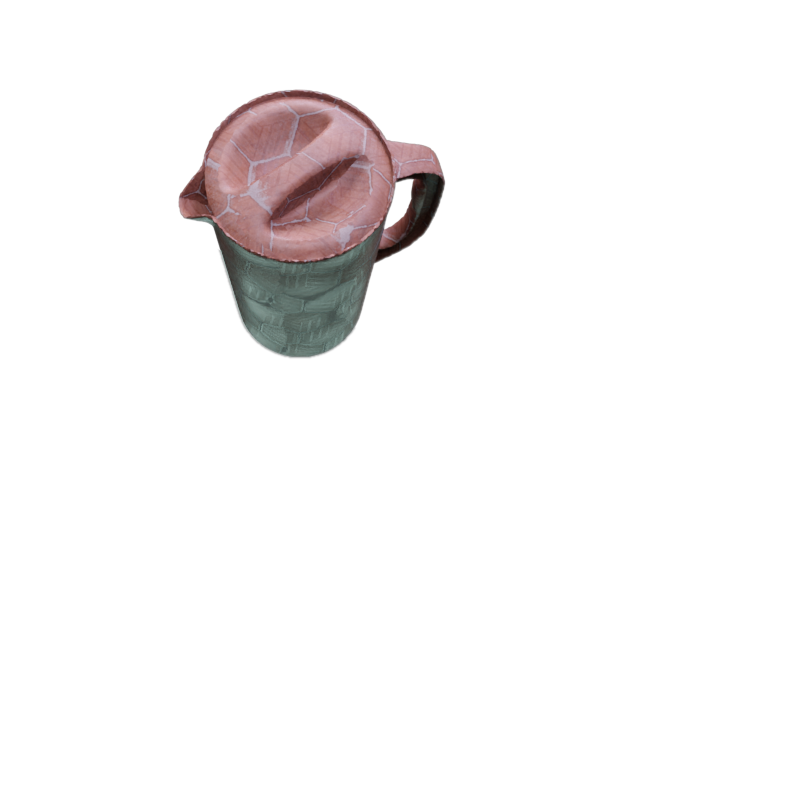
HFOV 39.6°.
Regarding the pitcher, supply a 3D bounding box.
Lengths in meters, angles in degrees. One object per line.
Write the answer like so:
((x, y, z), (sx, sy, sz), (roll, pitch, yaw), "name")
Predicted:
((-0.067, -0.122, 0.854), (0.153, 0.148, 0.232), (30, -18, 7), "pitcher")
